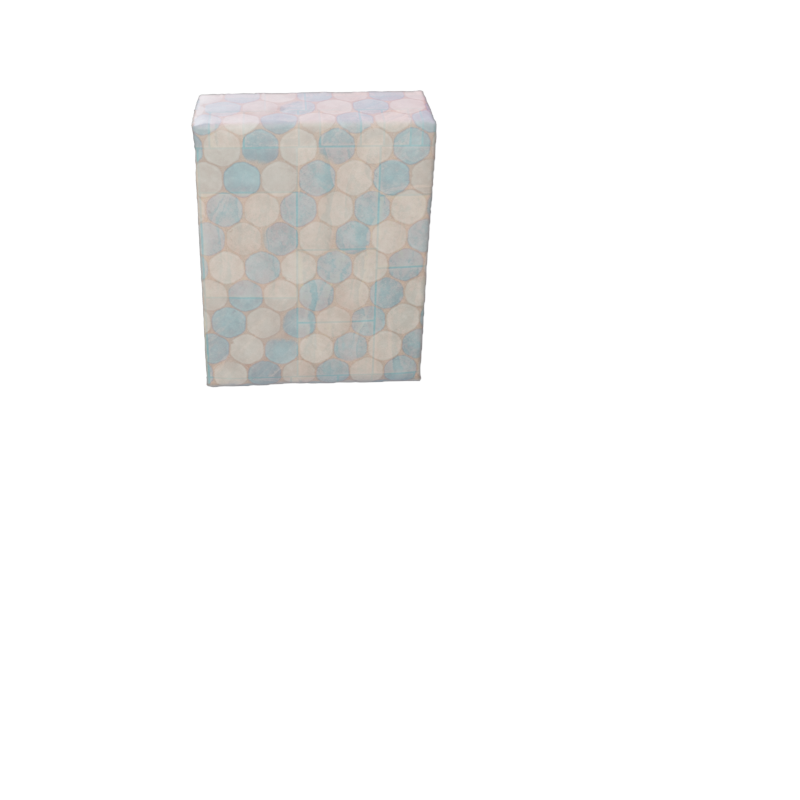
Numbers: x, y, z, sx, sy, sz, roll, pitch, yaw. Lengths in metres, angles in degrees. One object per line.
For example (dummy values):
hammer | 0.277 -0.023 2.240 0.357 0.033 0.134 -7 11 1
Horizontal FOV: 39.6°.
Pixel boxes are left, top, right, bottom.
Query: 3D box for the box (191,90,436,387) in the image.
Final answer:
box | -0.063 -0.115 0.808 0.163 0.201 0.077 -1 31 -4
